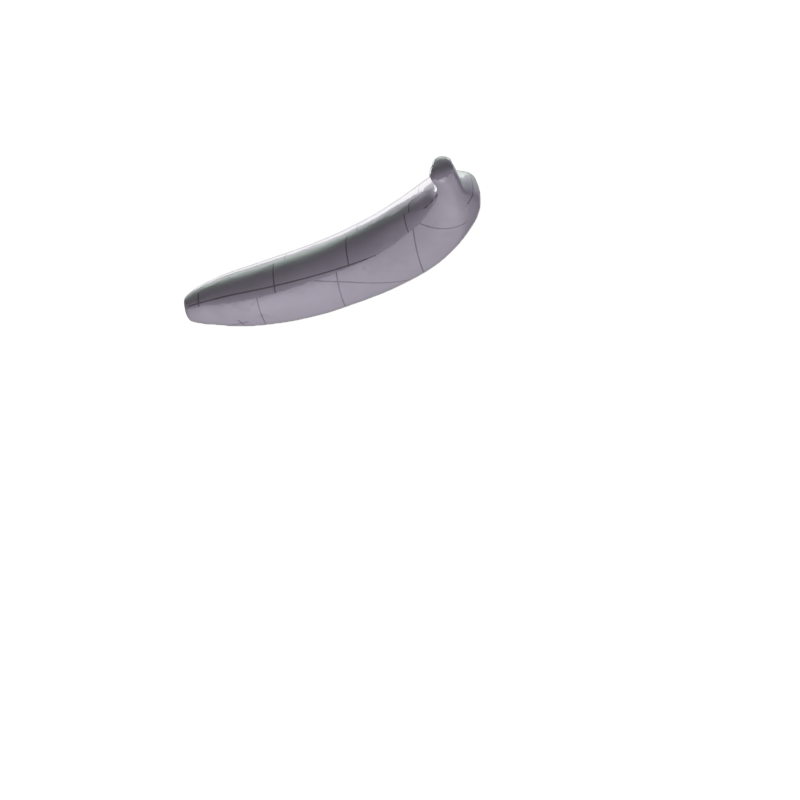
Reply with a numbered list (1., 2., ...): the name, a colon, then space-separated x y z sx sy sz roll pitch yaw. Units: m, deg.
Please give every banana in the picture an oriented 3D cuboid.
1. banana: -0.027 -0.075 0.557 0.065 0.039 0.198 22 -32 -39
